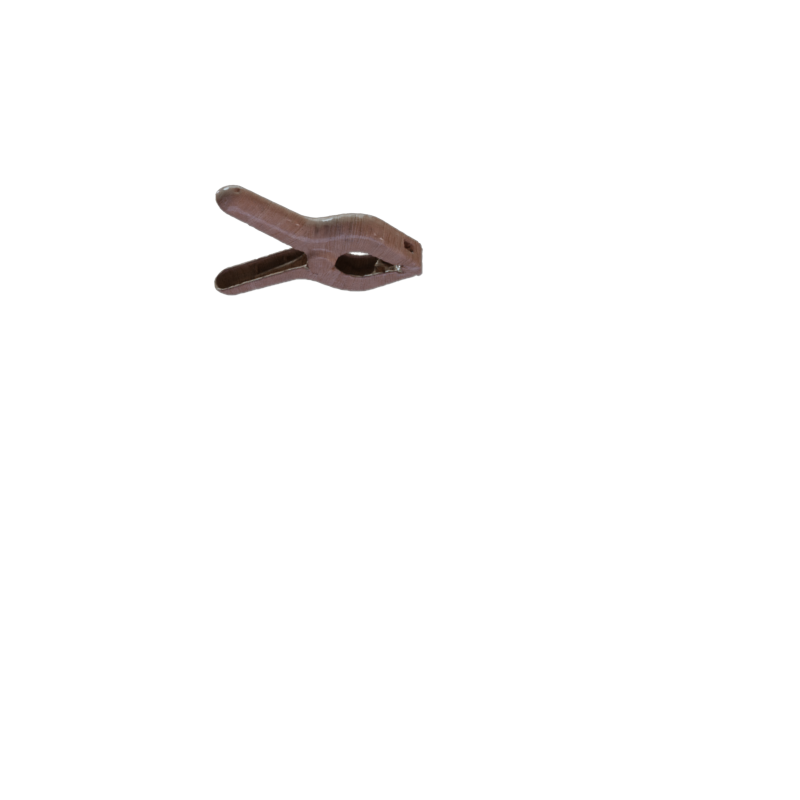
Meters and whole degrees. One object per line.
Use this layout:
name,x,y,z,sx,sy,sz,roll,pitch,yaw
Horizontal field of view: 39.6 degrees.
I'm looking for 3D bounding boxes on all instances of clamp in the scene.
clamp,-0.068,-0.124,0.867,0.172,0.042,0.112,-2,-29,3
